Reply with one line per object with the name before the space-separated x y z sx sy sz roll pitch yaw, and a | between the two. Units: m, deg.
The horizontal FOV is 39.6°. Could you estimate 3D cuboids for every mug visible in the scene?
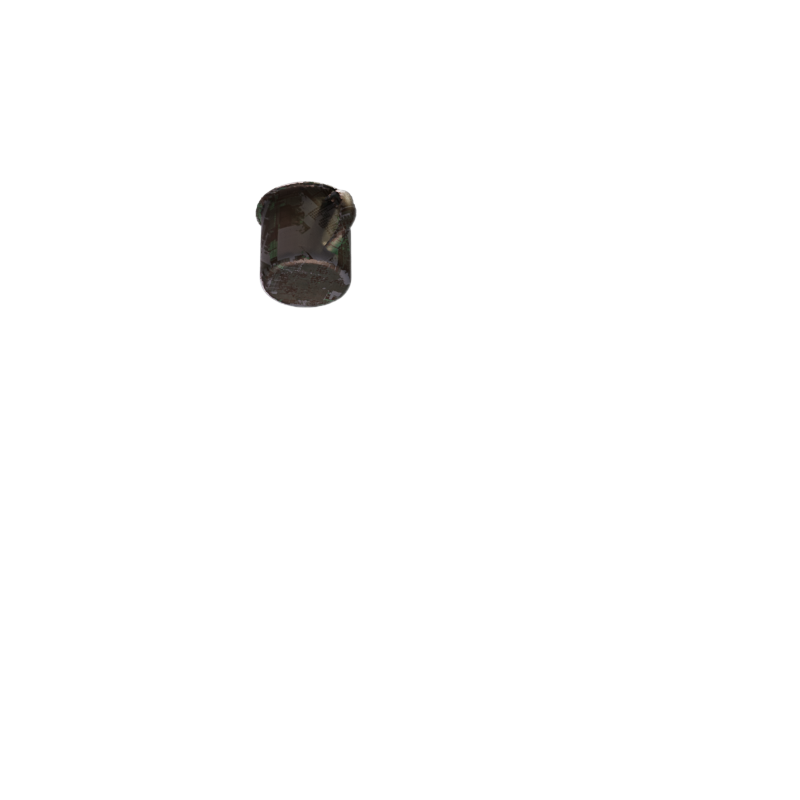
mug | -0.077 -0.141 0.989 0.088 0.087 0.116 21 -38 -32
